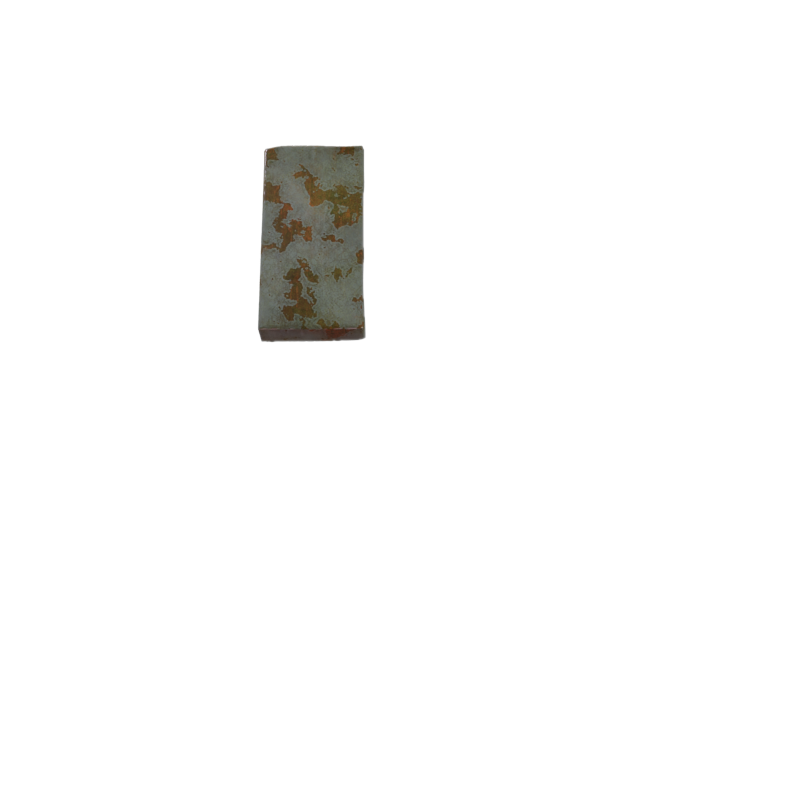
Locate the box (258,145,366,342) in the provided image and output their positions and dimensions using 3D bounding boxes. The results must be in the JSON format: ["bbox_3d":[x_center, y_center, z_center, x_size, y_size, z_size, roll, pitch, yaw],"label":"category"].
[{"bbox_3d":[-0.078,-0.141,0.988,0.093,0.184,0.046,-2,-19,1],"label":"box"}]
